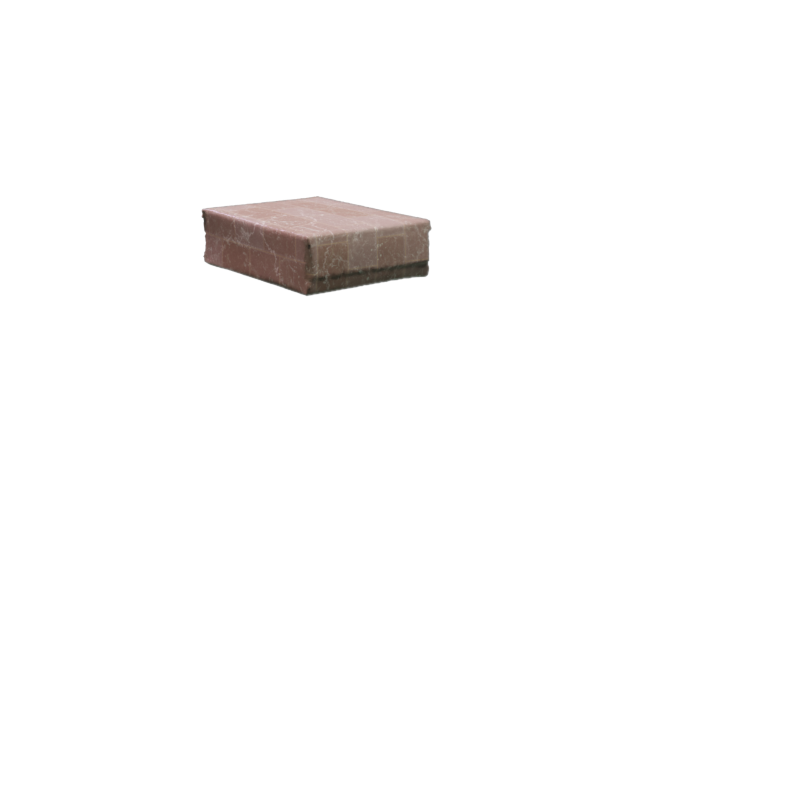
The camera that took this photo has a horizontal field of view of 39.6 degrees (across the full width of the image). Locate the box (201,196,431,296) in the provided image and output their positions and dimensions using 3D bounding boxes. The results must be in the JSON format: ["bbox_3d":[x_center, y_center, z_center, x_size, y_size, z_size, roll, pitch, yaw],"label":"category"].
[{"bbox_3d":[-0.051,-0.094,0.657,0.087,0.038,0.120,-12,20,-37],"label":"box"}]
